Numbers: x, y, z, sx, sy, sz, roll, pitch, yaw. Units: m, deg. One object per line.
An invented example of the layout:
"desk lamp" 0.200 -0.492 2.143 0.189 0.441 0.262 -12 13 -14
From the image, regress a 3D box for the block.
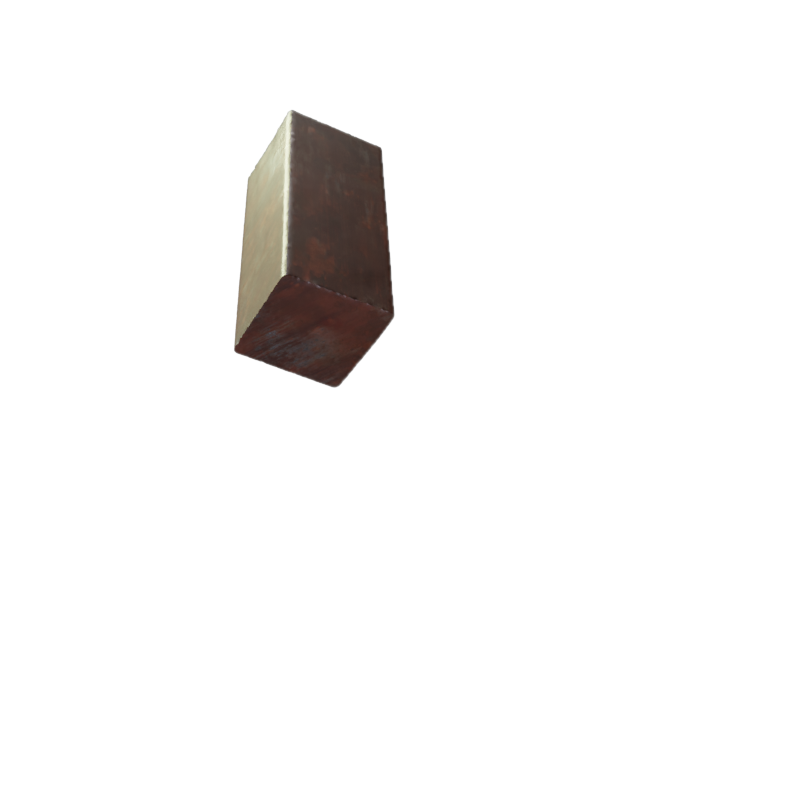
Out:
"block" -0.069 -0.125 0.877 0.087 0.221 0.087 20 -50 -22
